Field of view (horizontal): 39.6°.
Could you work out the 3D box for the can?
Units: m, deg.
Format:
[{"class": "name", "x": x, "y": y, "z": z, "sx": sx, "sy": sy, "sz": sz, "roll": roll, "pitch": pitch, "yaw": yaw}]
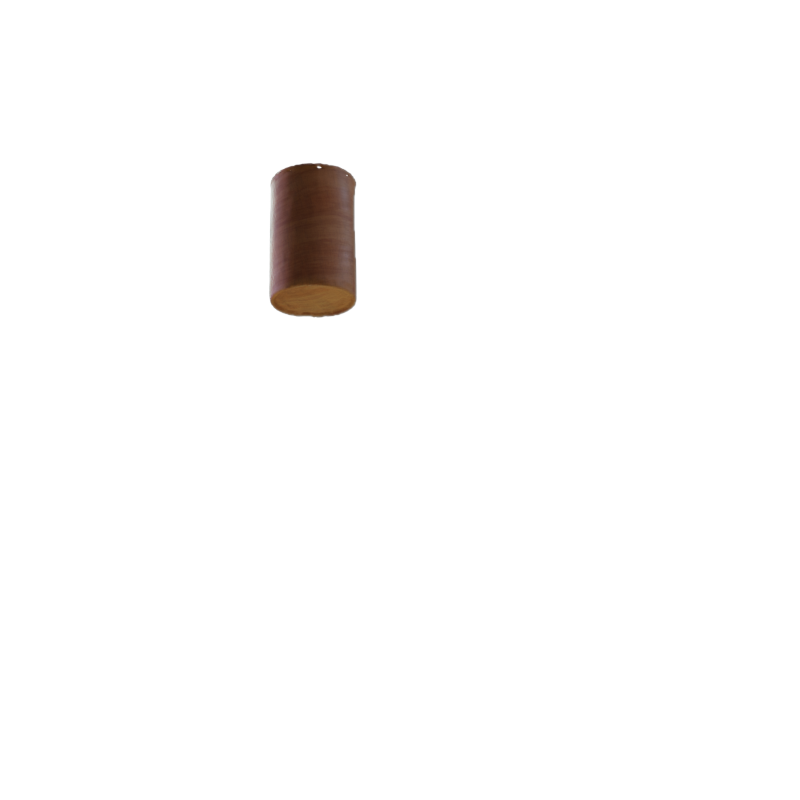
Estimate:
[{"class": "can", "x": -0.067, "y": -0.122, "z": 0.856, "sx": 0.068, "sy": 0.108, "sz": 0.065, "roll": 0, "pitch": -23, "yaw": -2}]
